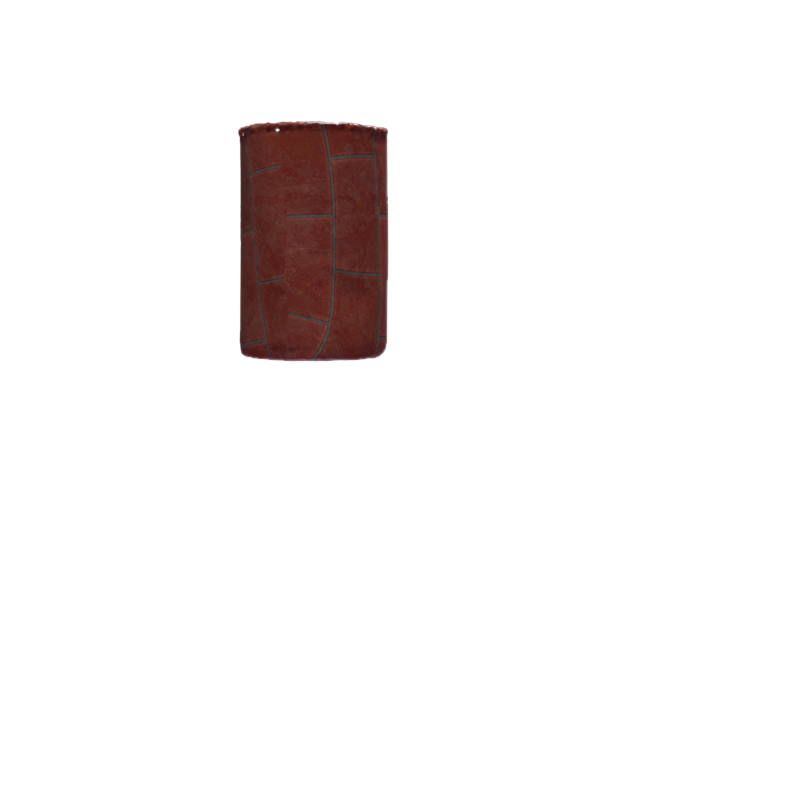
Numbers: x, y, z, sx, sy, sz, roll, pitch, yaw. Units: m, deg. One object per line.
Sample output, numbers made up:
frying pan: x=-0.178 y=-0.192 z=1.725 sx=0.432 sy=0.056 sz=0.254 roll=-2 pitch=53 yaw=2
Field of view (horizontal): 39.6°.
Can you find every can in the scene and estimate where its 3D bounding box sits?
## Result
can: x=-0.039 y=-0.072 z=0.502 sx=0.068 sy=0.102 sz=0.069 roll=0 pitch=2 yaw=-2
